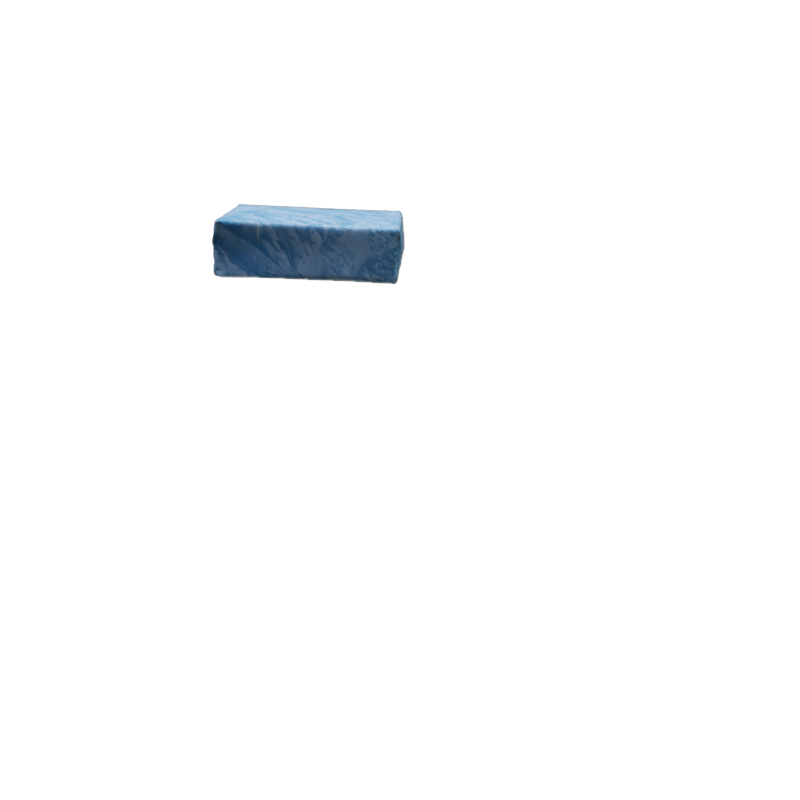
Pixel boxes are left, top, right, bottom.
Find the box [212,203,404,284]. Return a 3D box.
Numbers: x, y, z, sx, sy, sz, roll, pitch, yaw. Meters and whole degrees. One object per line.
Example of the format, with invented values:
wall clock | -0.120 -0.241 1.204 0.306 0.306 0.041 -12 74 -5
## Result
box | -0.054 -0.099 0.694 0.114 0.038 0.092 1 14 3
